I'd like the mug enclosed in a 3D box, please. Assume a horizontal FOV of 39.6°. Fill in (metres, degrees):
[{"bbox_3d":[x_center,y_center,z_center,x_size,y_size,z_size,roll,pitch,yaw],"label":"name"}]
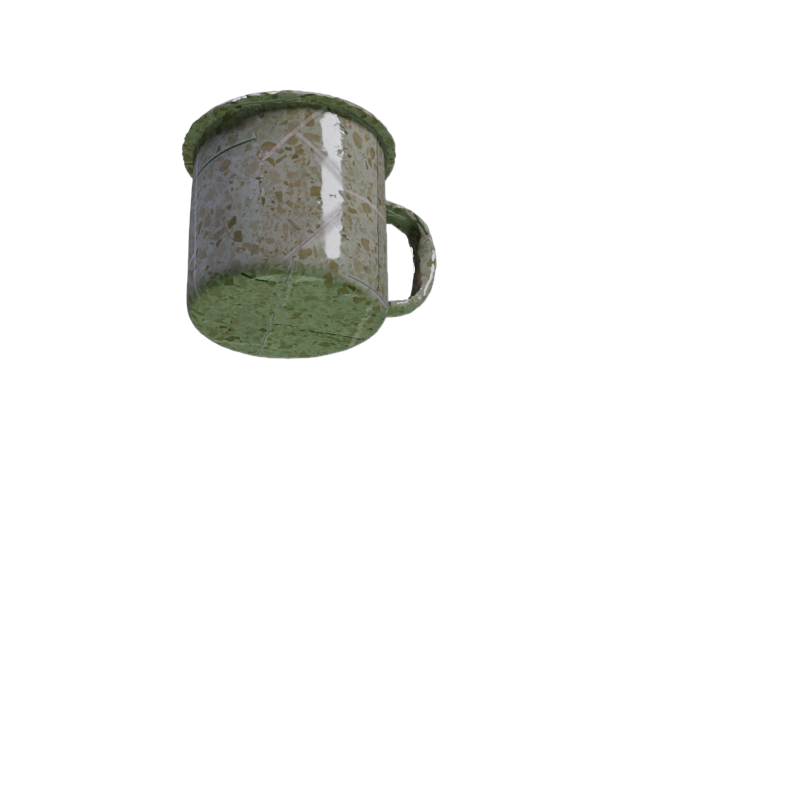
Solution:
[{"bbox_3d":[-0.037,-0.067,0.467,0.112,0.086,0.092,14,-29,-28],"label":"mug"}]
